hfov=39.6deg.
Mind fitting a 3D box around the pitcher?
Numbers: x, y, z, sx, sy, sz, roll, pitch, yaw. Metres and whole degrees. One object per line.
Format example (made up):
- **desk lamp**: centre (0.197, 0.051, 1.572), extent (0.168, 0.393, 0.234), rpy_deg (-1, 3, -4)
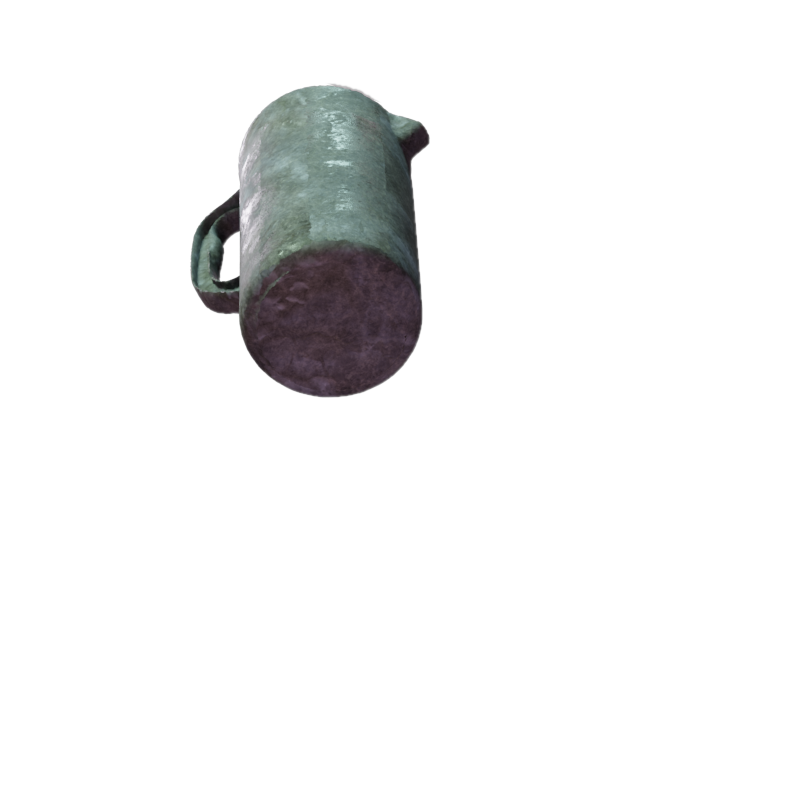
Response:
- **pitcher**: centre (-0.059, -0.107, 0.748), extent (0.142, 0.143, 0.259), rpy_deg (17, 29, -14)
